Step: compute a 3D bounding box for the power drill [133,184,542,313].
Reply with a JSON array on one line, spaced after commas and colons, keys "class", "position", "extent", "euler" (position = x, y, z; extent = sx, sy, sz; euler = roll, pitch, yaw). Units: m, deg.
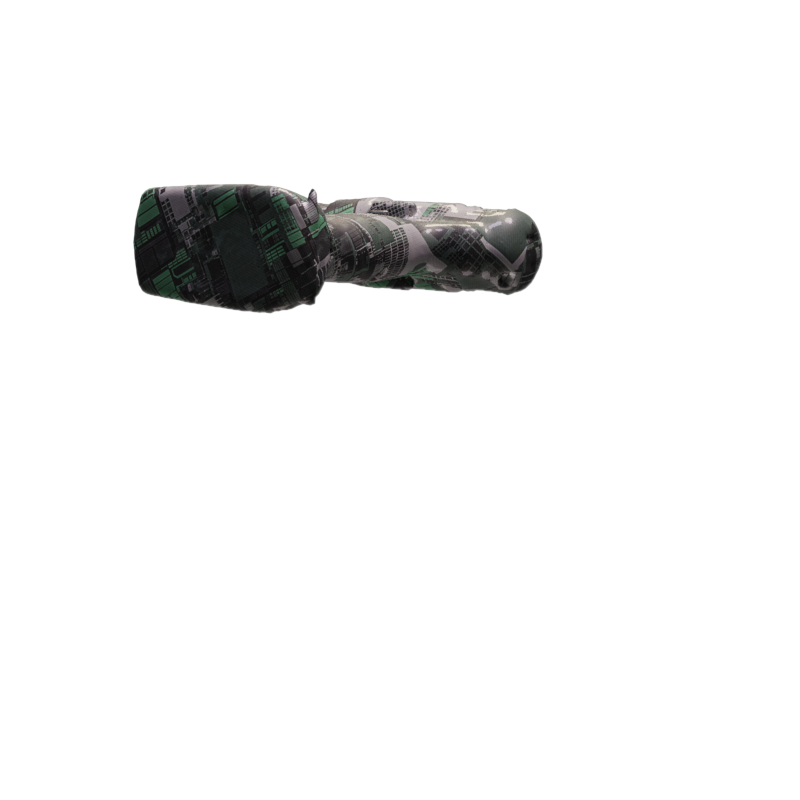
[{"class": "power drill", "position": [-0.046, -0.083, 0.583], "extent": [0.192, 0.057, 0.182], "euler": [7, 12, 38]}]
